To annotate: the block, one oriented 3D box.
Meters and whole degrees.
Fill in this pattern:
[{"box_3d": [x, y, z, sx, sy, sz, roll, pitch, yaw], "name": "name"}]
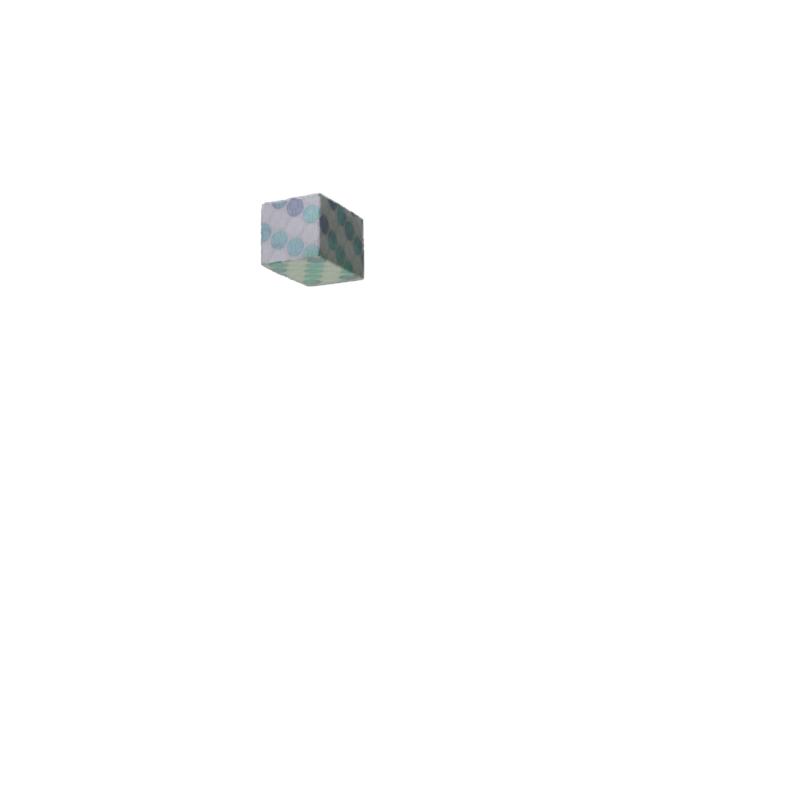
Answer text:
[{"box_3d": [-0.067, -0.123, 0.862, 0.054, 0.053, 0.074, -6, -12, 25], "name": "block"}]
